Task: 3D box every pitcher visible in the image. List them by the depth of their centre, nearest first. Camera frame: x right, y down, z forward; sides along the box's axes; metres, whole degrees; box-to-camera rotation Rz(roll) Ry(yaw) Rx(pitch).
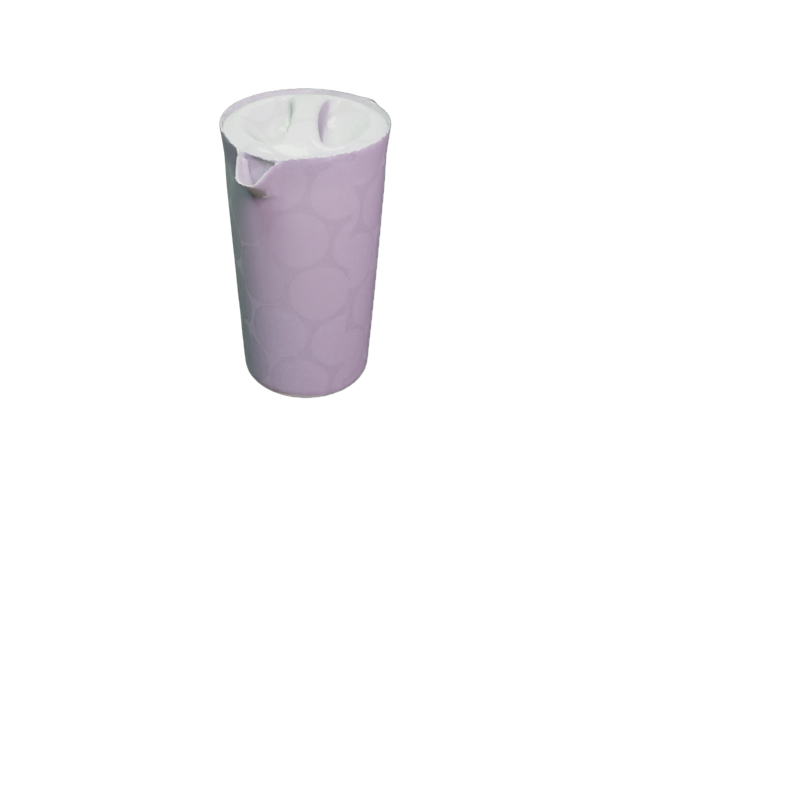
[{"bbox_3d":[-0.072,-0.132,0.924,0.147,0.228,0.156,-8,35,-15],"label":"pitcher"}]
